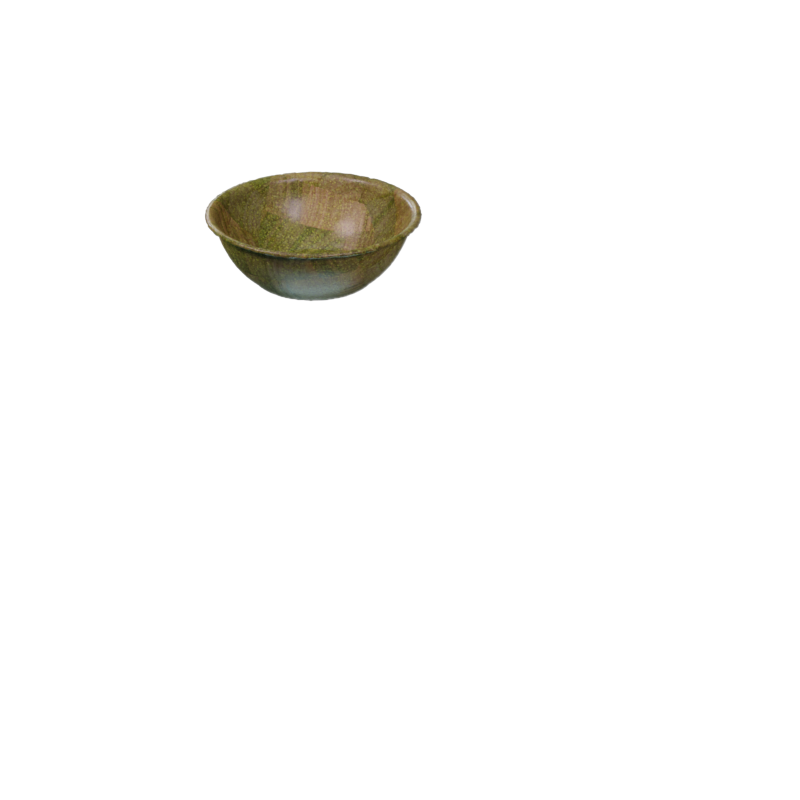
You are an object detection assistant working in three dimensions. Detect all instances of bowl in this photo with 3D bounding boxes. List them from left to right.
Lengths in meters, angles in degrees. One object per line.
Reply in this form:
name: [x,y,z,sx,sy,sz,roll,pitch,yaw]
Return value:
bowl: [-0.065,-0.119,0.835,0.162,0.052,0.172,-1,30,-2]
